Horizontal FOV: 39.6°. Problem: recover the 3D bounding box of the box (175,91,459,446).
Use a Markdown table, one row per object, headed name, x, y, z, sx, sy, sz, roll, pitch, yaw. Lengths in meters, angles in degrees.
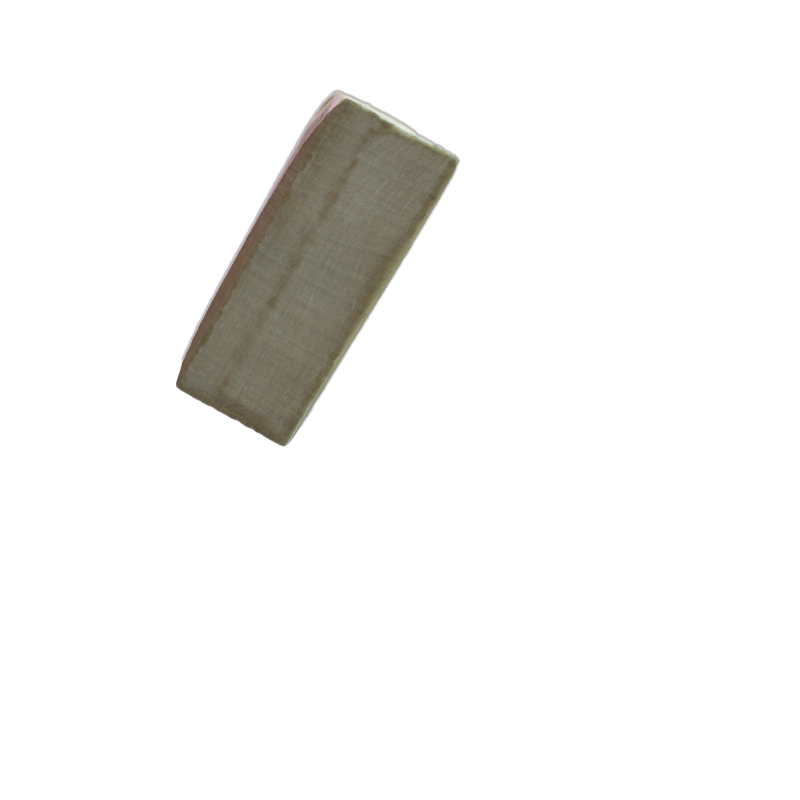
| name | x | y | z | sx | sy | sz | roll | pitch | yaw |
| --- | --- | --- | --- | --- | --- | --- | --- | --- | --- |
| box | -0.049 | -0.089 | 0.623 | 0.070 | 0.162 | 0.221 | 30 | 11 | -11 |
